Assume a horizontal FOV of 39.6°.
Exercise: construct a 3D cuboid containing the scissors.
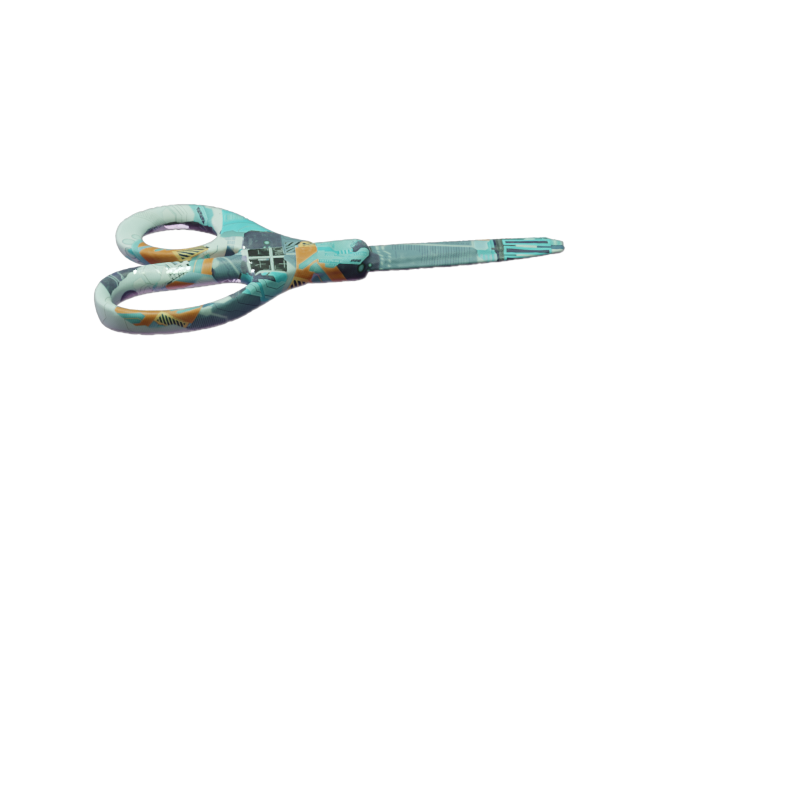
[{"bbox_3d":[-0.039,-0.070,0.492,0.199,0.015,0.104,-15,40,-19],"label":"scissors"}]
